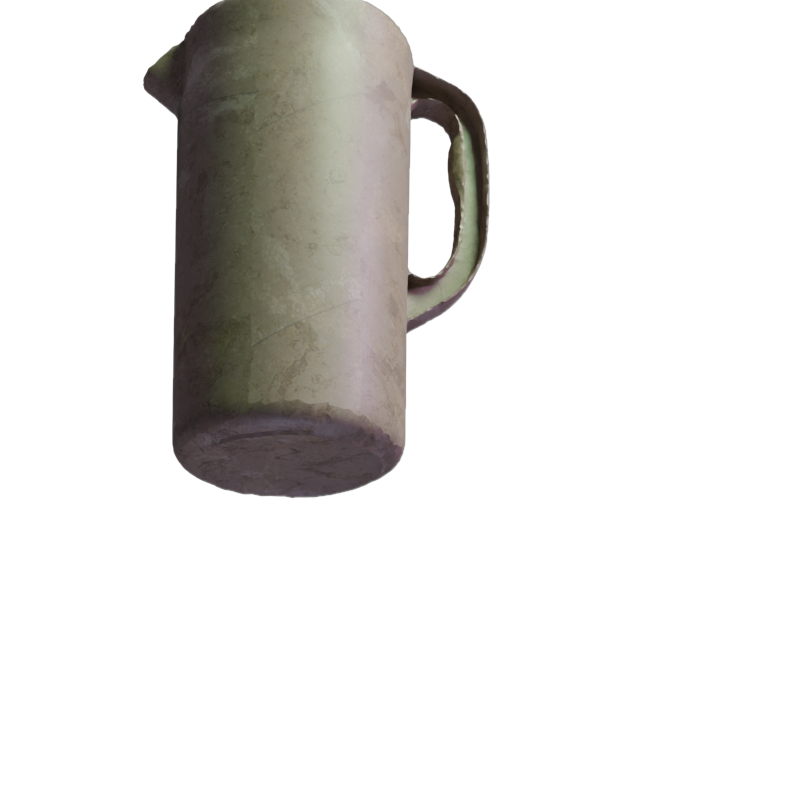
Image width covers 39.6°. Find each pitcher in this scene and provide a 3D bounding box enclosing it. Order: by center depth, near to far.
[{"bbox_3d":[-0.045,-0.081,0.569,0.151,0.258,0.135,-19,-32,29],"label":"pitcher"}]
